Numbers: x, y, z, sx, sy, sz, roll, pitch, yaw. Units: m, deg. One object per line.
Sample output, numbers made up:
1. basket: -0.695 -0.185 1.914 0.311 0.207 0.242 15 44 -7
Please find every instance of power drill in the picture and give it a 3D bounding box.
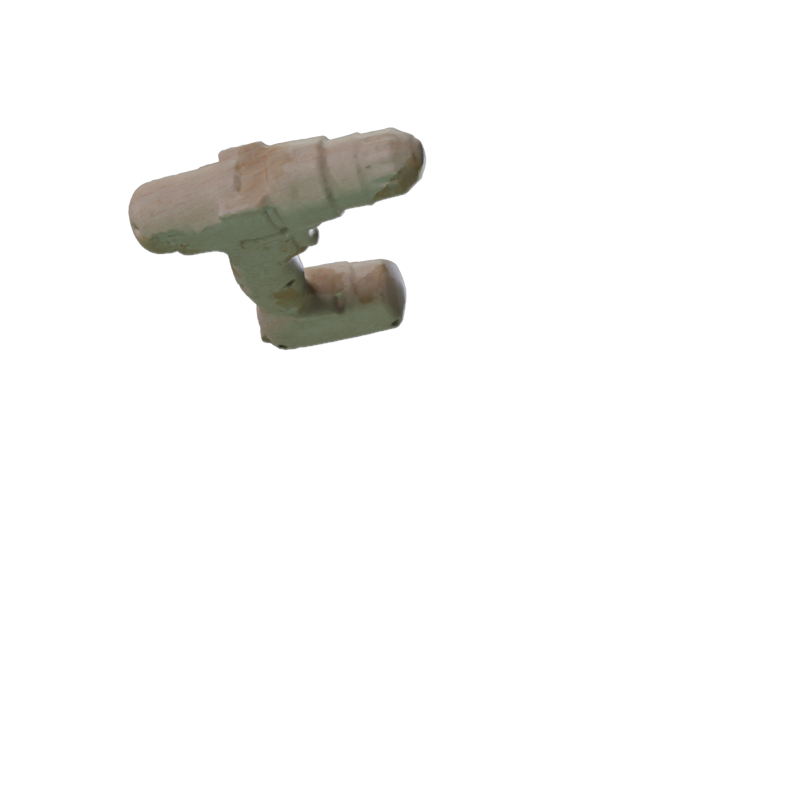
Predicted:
1. power drill: -0.056 -0.102 0.715 0.187 0.061 0.174 -8 -27 16
